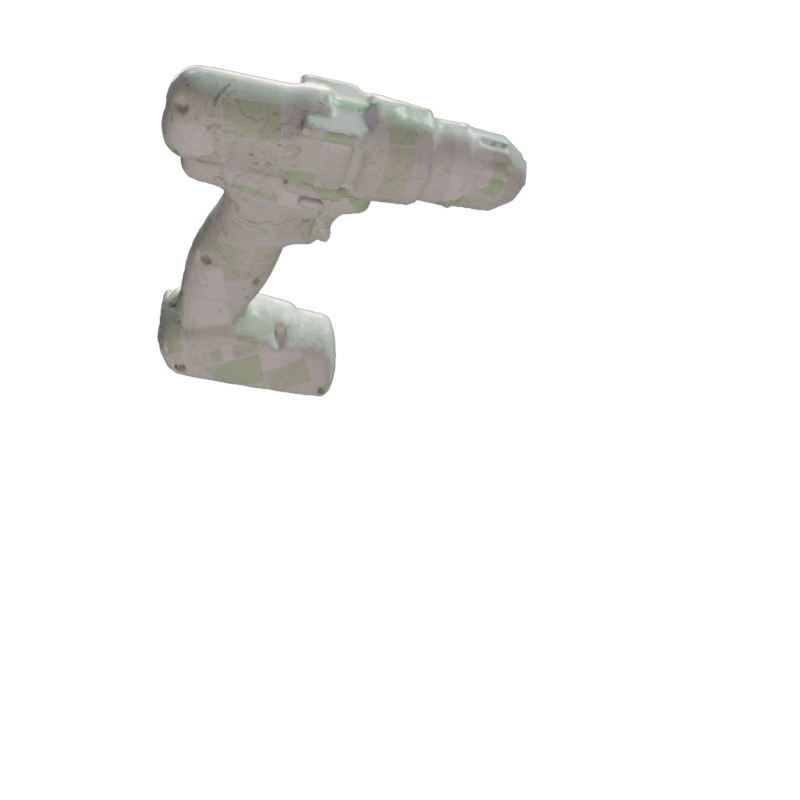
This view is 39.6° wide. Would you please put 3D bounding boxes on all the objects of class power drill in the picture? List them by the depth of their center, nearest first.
[{"bbox_3d":[-0.046,-0.084,0.591,0.181,0.178,0.062,12,42,-12],"label":"power drill"}]
